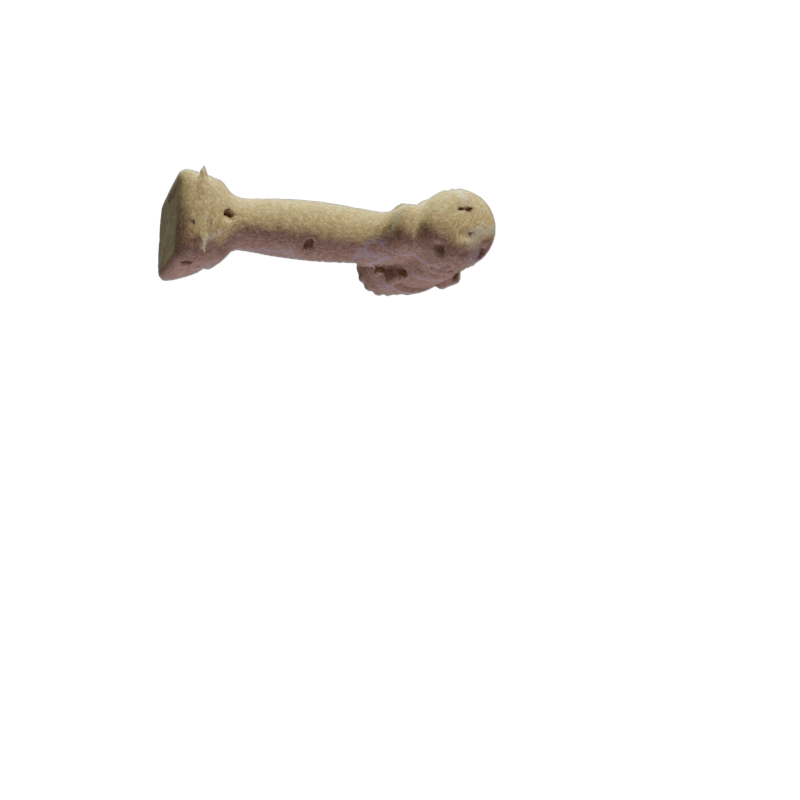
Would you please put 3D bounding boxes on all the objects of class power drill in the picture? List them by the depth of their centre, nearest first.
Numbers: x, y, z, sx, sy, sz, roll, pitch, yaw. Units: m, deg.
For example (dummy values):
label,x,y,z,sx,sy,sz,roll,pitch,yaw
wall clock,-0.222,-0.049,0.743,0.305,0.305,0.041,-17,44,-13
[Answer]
label,x,y,z,sx,sy,sz,roll,pitch,yaw
power drill,-0.054,-0.099,0.694,0.184,0.059,0.184,1,-5,-15
